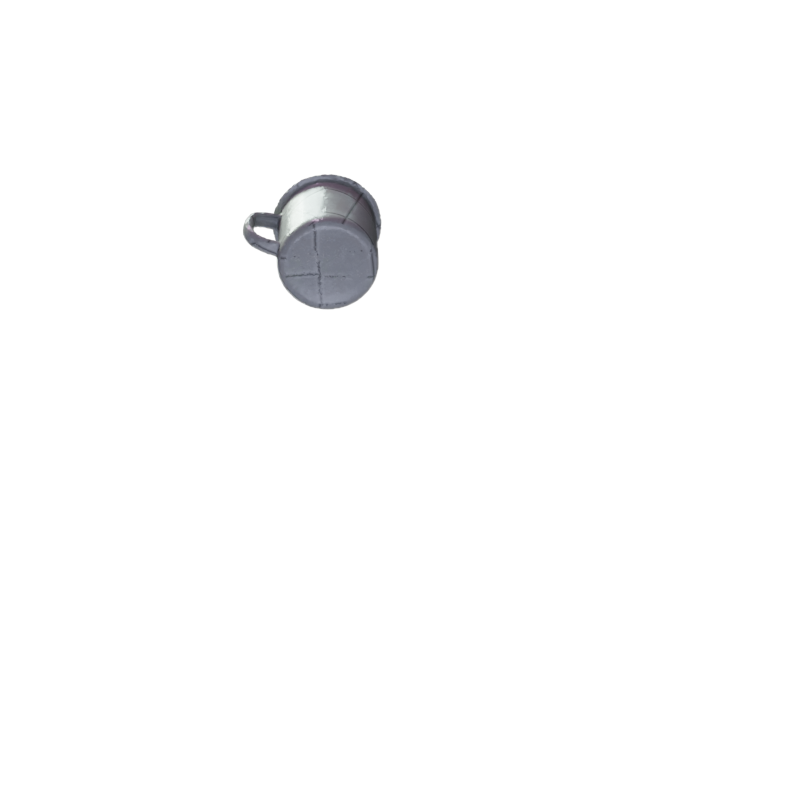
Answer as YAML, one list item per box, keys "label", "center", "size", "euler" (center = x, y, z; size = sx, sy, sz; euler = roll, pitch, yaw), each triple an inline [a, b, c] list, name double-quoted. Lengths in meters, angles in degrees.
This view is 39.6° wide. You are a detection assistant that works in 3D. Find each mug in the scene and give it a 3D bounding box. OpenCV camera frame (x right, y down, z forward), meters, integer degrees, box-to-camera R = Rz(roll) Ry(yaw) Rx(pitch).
- label: "mug"
  center: [-0.071, -0.130, 0.910]
  size: [0.115, 0.089, 0.086]
  euler: [13, 28, -9]
